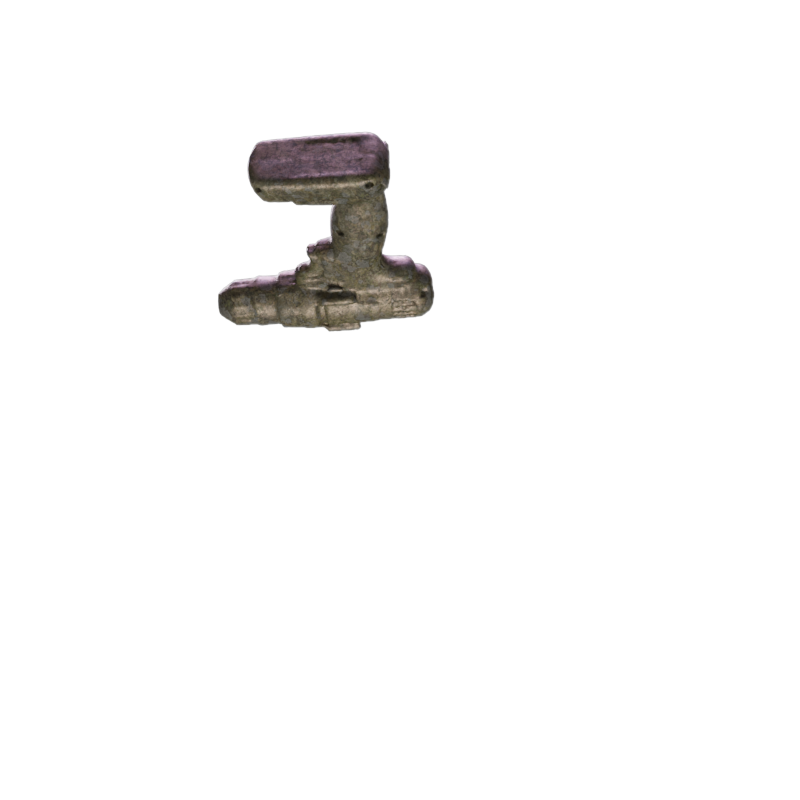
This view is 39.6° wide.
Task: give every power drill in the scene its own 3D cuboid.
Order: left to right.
[{"bbox_3d":[-0.070,-0.127,0.893,0.185,0.061,0.174,-4,-37,5],"label":"power drill"}]
